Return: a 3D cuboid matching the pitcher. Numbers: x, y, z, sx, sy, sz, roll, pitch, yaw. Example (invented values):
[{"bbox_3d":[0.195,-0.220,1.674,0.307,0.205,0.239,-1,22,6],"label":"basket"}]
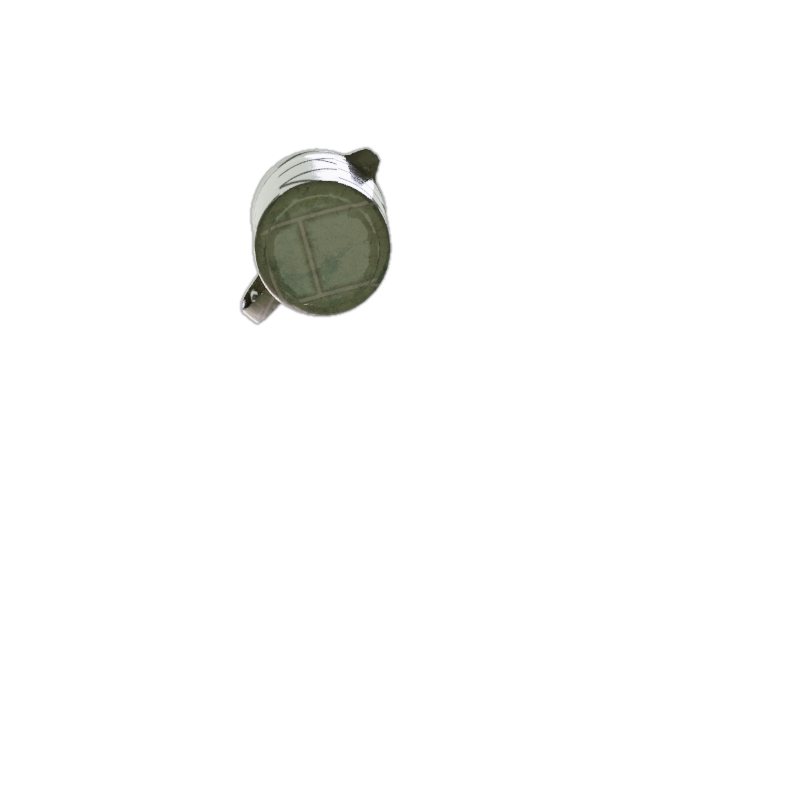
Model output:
[{"bbox_3d":[-0.076,-0.139,0.975,0.145,0.145,0.250,-5,14,-2],"label":"pitcher"}]
